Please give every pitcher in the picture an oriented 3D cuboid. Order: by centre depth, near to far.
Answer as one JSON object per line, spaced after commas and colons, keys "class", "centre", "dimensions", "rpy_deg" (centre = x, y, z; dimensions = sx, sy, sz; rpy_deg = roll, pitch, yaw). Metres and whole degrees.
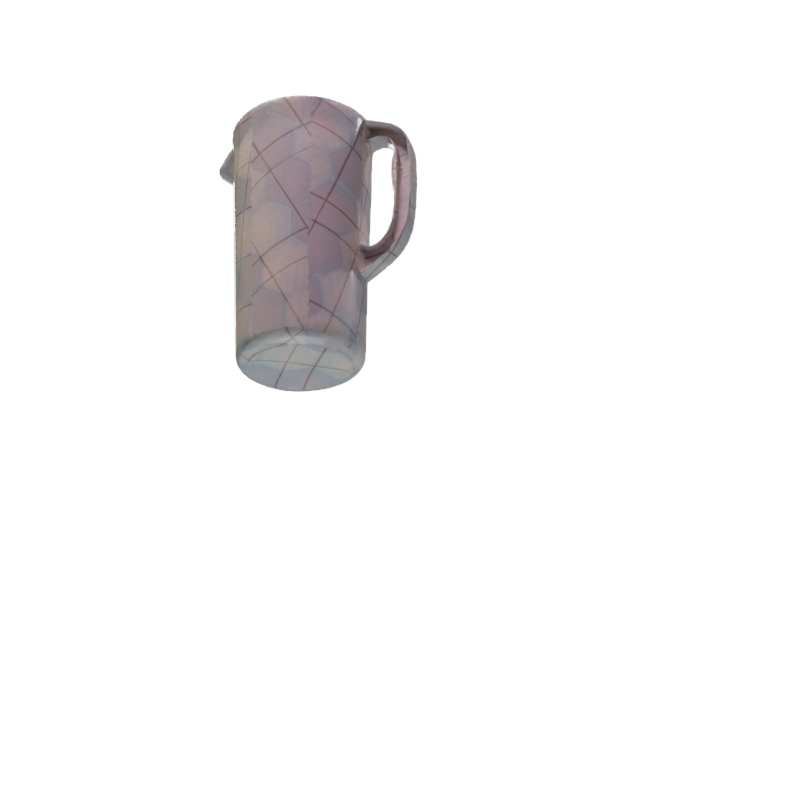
{"class": "pitcher", "centre": [-0.076, -0.138, 0.969], "dimensions": [0.139, 0.259, 0.146], "rpy_deg": [13, -33, -24]}
